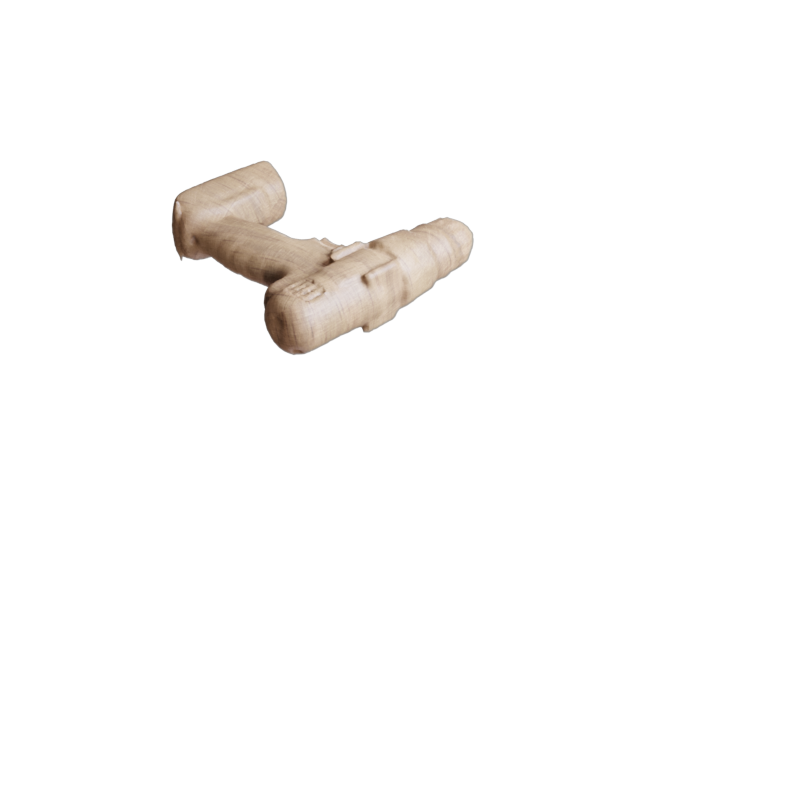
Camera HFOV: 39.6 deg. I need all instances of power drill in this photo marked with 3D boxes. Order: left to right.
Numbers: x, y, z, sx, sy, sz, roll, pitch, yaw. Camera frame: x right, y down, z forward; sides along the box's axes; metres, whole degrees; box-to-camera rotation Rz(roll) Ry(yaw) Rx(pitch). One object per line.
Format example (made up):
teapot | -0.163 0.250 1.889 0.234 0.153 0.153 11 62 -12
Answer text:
power drill | -0.064 -0.117 0.822 0.184 0.054 0.201 -28 43 -35
